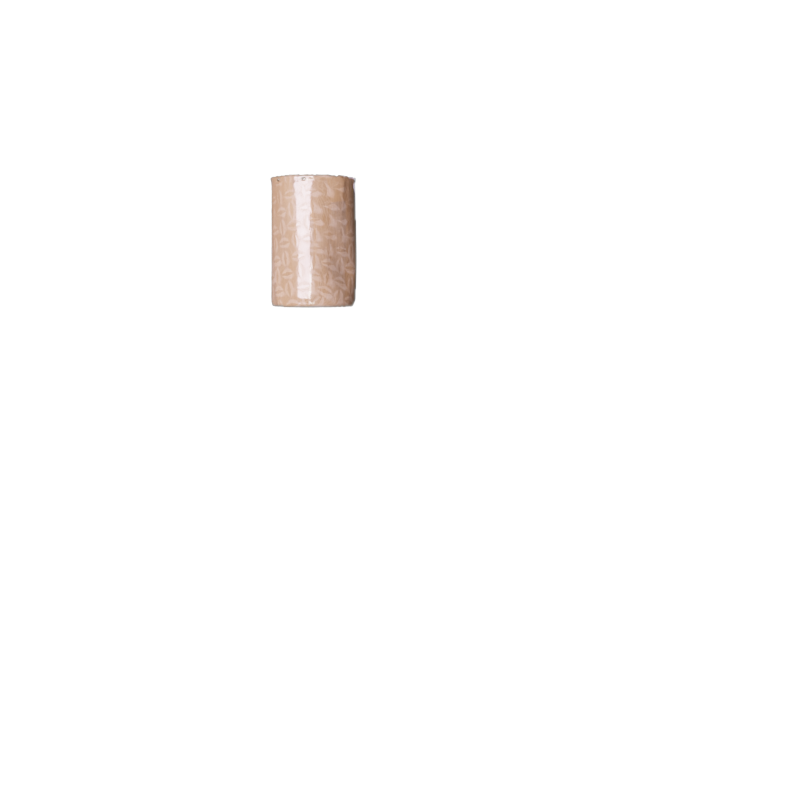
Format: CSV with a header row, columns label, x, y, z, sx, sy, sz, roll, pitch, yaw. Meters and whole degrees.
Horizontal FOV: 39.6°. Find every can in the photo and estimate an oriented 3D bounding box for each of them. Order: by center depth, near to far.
label,x,y,z,sx,sy,sz,roll,pitch,yaw
can,-0.069,-0.126,0.880,0.068,0.102,0.069,0,1,-2
